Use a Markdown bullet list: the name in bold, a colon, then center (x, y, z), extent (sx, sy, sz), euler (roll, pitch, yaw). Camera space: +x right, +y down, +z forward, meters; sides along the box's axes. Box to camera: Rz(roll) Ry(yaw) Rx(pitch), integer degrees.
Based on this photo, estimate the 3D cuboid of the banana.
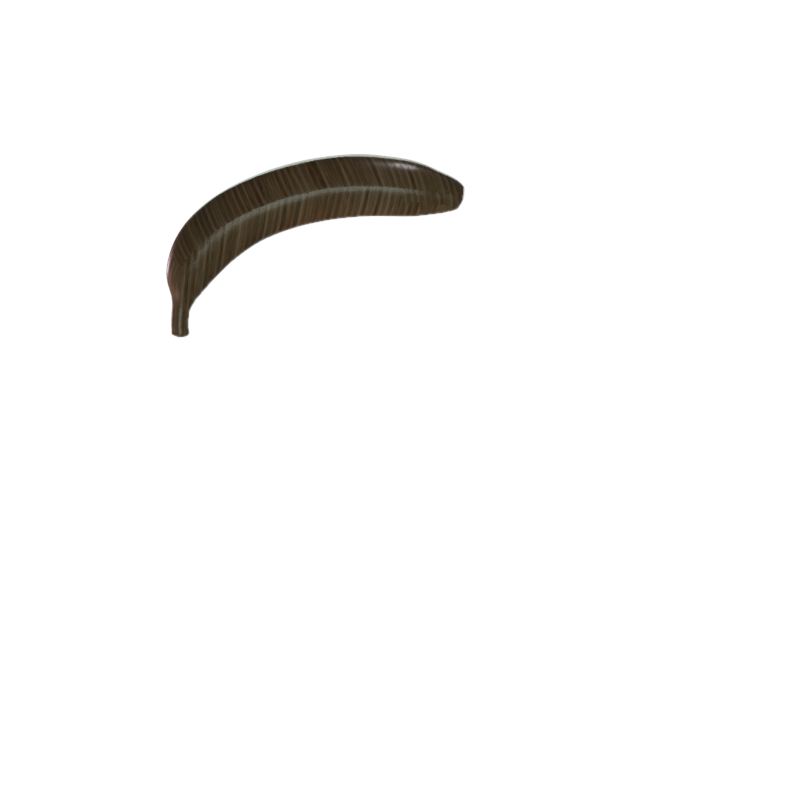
- **banana**: center (-0.063, -0.107, 0.658), extent (0.198, 0.065, 0.039), euler (-23, 27, 12)
